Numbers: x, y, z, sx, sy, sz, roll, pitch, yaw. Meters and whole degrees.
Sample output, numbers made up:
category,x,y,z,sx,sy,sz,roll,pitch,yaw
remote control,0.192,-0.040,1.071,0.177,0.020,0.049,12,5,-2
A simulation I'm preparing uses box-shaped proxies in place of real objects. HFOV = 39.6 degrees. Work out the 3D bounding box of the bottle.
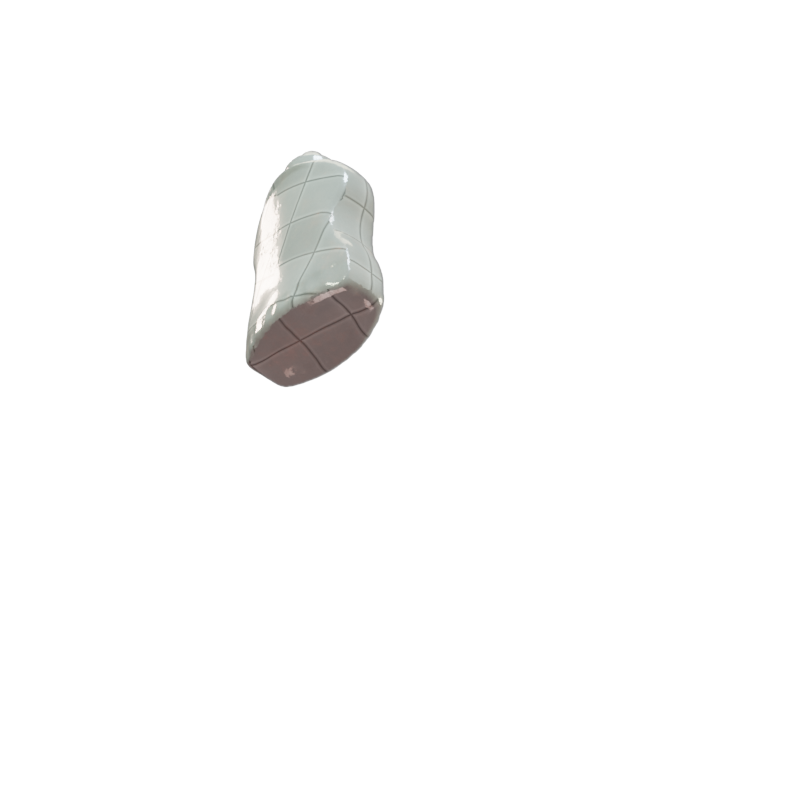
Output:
category,x,y,z,sx,sy,sz,roll,pitch,yaw
bottle,-0.058,-0.105,0.733,0.055,0.206,0.094,32,-57,-29
